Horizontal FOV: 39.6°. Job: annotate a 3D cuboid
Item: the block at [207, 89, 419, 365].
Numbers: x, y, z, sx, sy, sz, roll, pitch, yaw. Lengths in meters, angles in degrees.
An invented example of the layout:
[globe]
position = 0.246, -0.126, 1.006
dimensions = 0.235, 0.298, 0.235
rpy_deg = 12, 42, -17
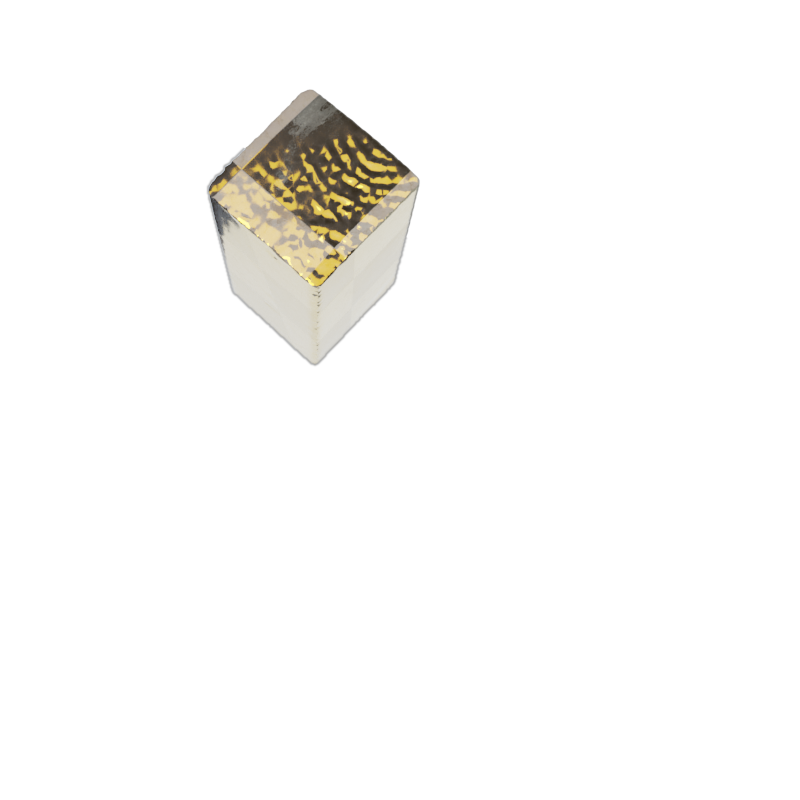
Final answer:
[block]
position = -0.057, -0.104, 0.725
dimensions = 0.092, 0.092, 0.200
rpy_deg = 42, -11, 5
